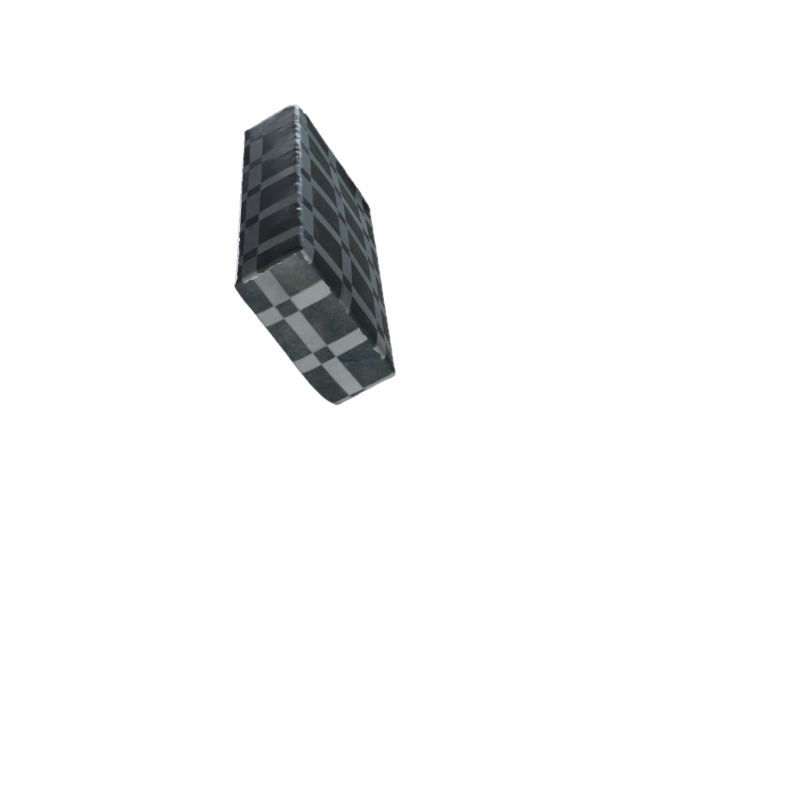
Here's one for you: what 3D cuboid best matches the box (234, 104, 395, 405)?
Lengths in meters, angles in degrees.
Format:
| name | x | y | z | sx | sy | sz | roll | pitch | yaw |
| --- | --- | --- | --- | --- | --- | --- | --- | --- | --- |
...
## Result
| name | x | y | z | sx | sy | sz | roll | pitch | yaw |
| --- | --- | --- | --- | --- | --- | --- | --- | --- | --- |
| box | -0.048 | -0.088 | 0.617 | 0.048 | 0.087 | 0.189 | -27 | 34 | 16 |
